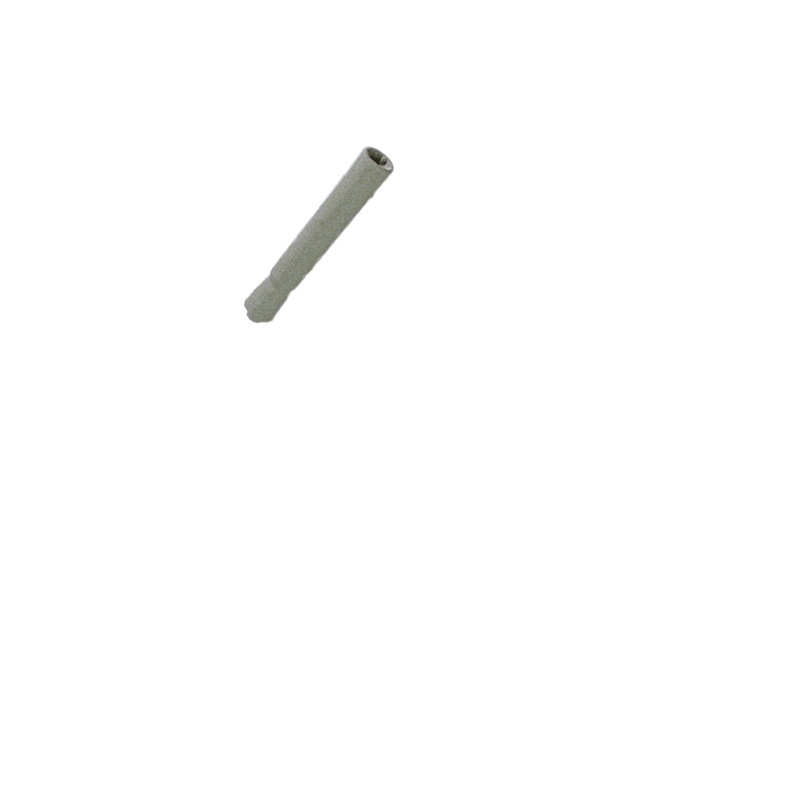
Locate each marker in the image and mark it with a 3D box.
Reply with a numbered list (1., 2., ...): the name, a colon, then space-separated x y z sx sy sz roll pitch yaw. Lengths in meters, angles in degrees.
1. marker: -0.046 -0.083 0.581 0.019 0.021 0.118 -3 -37 -52
